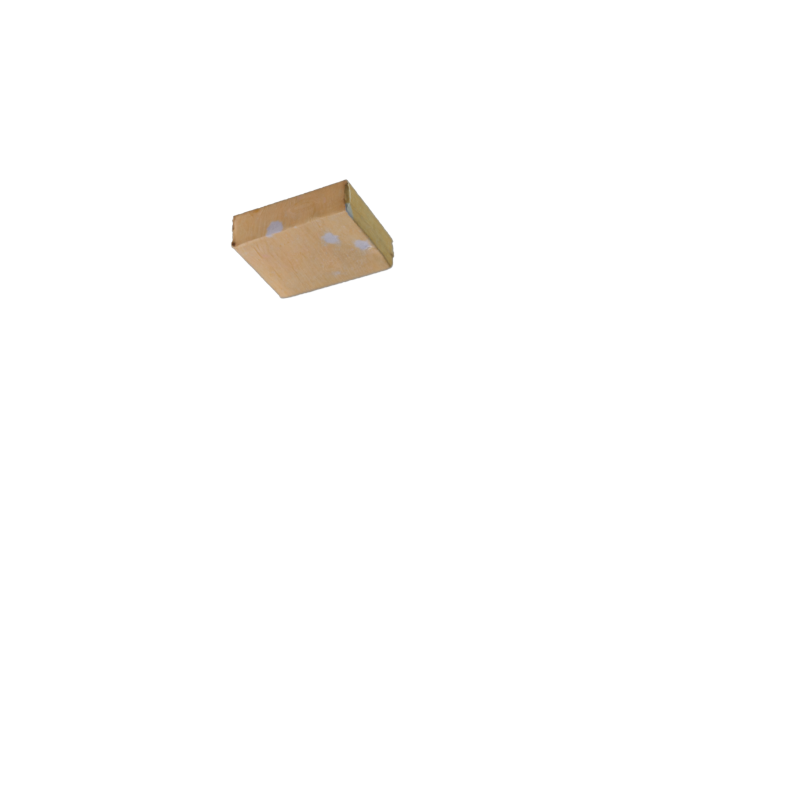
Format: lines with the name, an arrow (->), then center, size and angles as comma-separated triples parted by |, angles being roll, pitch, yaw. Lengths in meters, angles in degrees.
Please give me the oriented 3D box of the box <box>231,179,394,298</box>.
box -> -0.074, -0.135, 0.945 | 0.115, 0.042, 0.083 | -15, -37, 21
